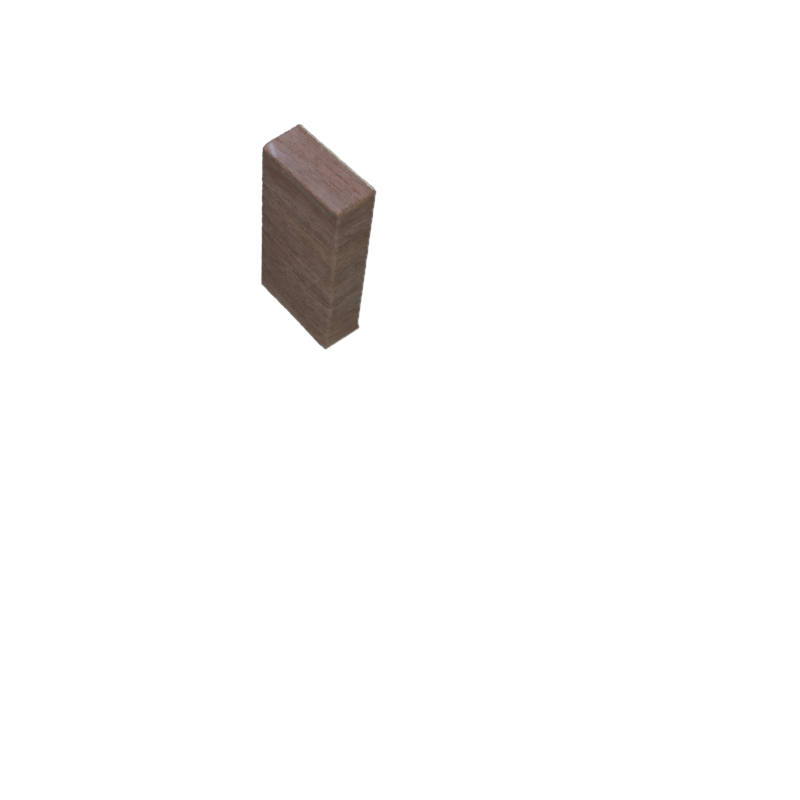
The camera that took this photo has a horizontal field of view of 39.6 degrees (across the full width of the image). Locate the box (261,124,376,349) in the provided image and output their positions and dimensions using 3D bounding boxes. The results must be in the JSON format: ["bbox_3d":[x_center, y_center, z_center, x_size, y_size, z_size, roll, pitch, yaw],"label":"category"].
[{"bbox_3d":[-0.070,-0.127,0.893,0.048,0.099,0.165,-34,-26,-23],"label":"box"}]
